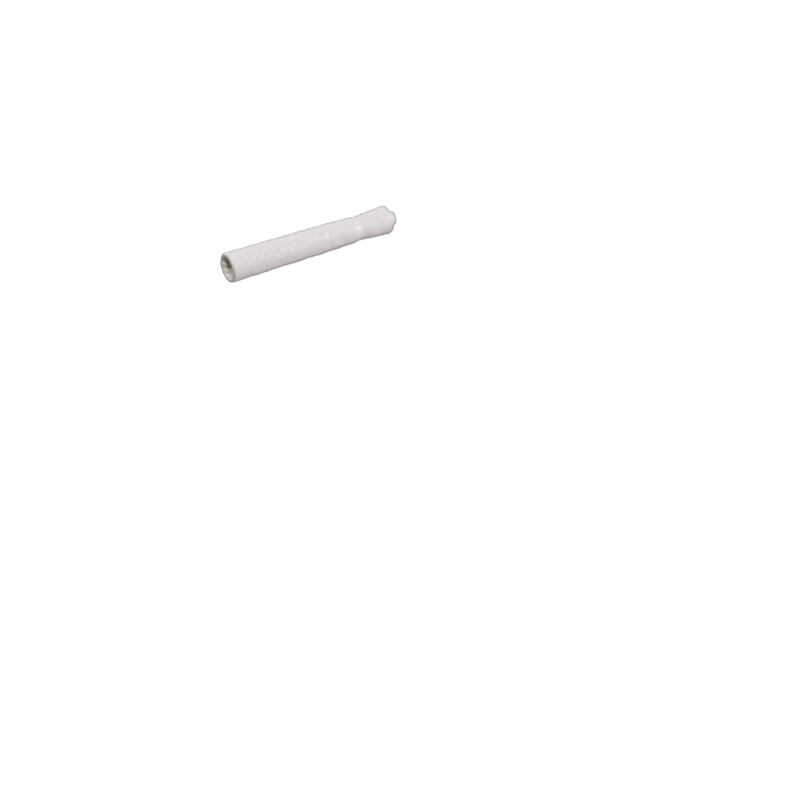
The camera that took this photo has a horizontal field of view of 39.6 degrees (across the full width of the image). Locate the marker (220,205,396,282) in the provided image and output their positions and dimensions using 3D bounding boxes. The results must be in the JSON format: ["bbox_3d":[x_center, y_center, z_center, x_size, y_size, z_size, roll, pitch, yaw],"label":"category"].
[{"bbox_3d":[-0.054,-0.098,0.686,0.119,0.019,0.020,-21,14,-27],"label":"marker"}]
